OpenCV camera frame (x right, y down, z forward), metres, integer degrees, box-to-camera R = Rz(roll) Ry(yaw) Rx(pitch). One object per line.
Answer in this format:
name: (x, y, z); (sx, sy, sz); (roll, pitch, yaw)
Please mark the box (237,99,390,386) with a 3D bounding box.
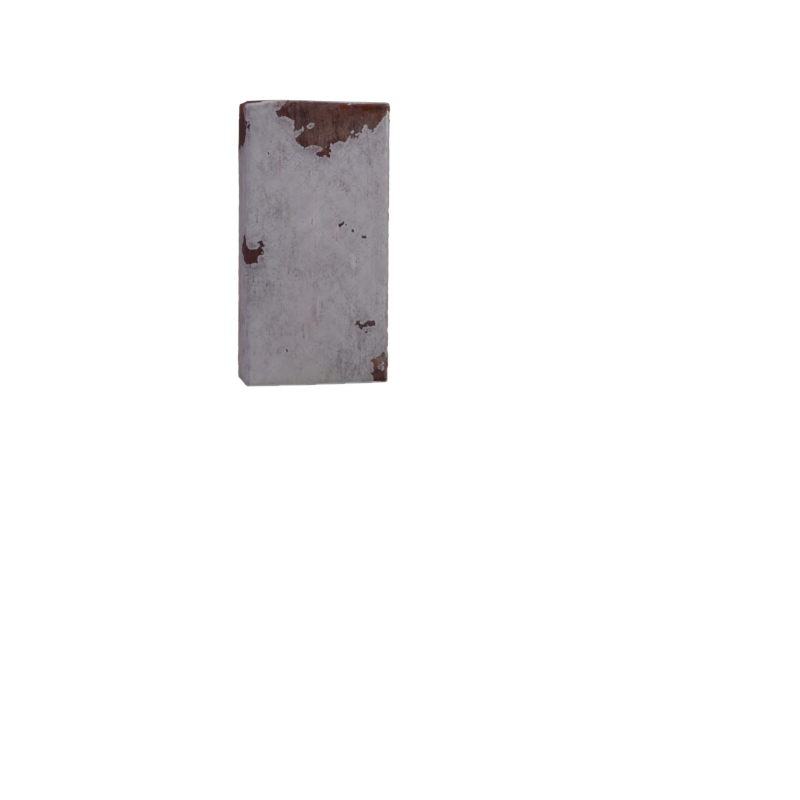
box: (-0.055, -0.100, 0.700); (0.092, 0.174, 0.049); (-1, 5, -13)
